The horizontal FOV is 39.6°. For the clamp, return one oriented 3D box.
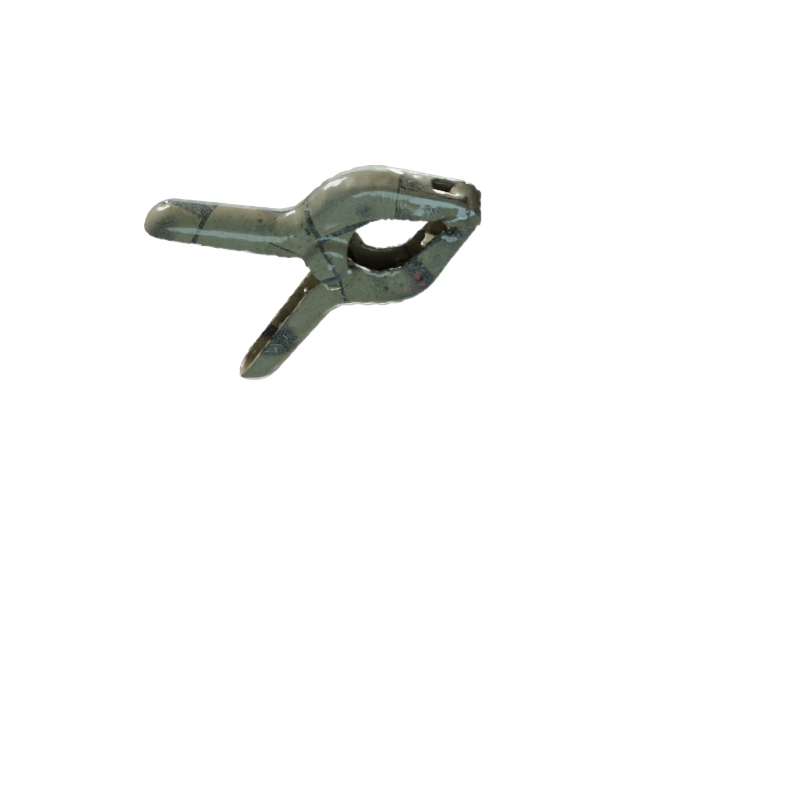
[{"bbox_3d":[-0.045,-0.082,0.577,0.171,0.042,0.112,-26,-54,21],"label":"clamp"}]
